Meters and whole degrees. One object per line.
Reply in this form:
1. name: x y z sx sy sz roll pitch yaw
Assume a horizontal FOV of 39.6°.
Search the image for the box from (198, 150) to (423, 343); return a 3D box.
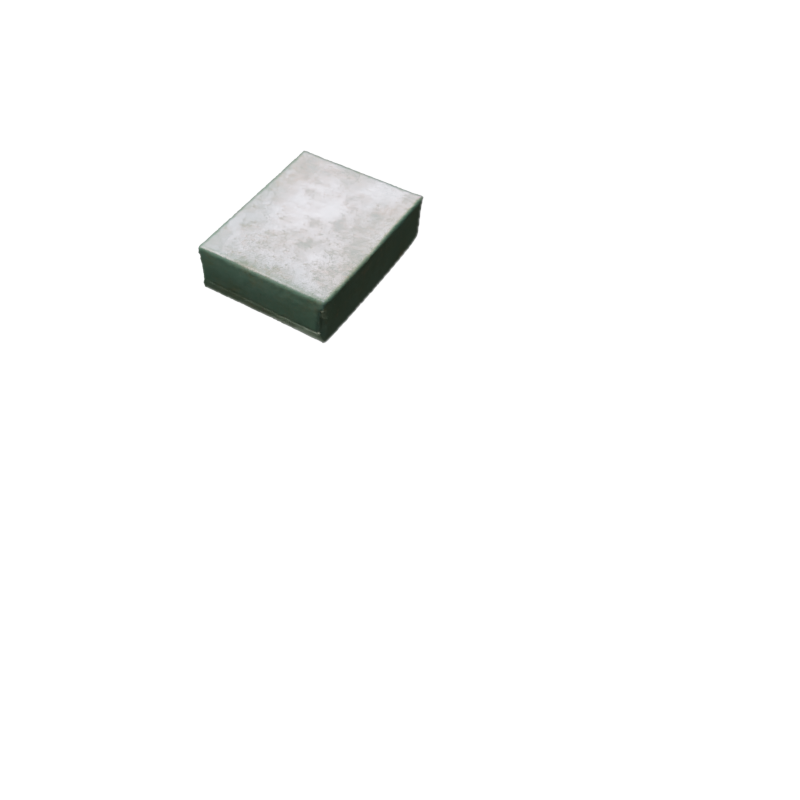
1. box: -0.052 -0.095 0.669 0.094 0.036 0.116 24 50 22
